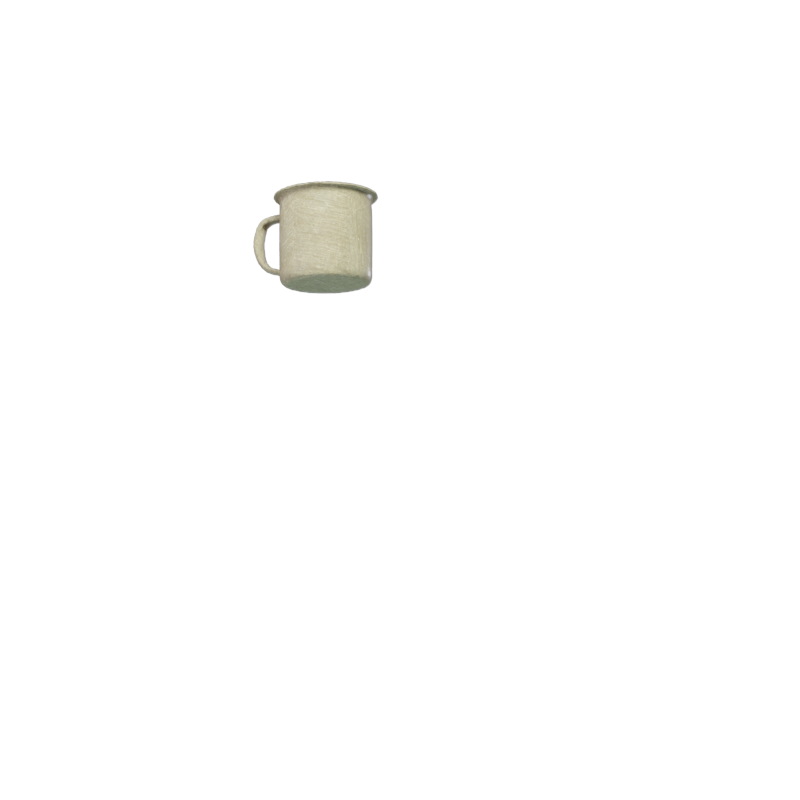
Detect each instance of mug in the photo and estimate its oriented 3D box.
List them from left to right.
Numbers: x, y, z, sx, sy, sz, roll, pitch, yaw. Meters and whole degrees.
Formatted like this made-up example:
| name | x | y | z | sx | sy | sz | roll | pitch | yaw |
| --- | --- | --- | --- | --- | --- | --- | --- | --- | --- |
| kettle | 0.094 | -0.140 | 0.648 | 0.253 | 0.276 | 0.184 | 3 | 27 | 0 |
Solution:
| name | x | y | z | sx | sy | sz | roll | pitch | yaw |
| --- | --- | --- | --- | --- | --- | --- | --- | --- | --- |
| mug | -0.077 | -0.140 | 0.981 | 0.120 | 0.084 | 0.089 | -4 | -10 | 20 |
